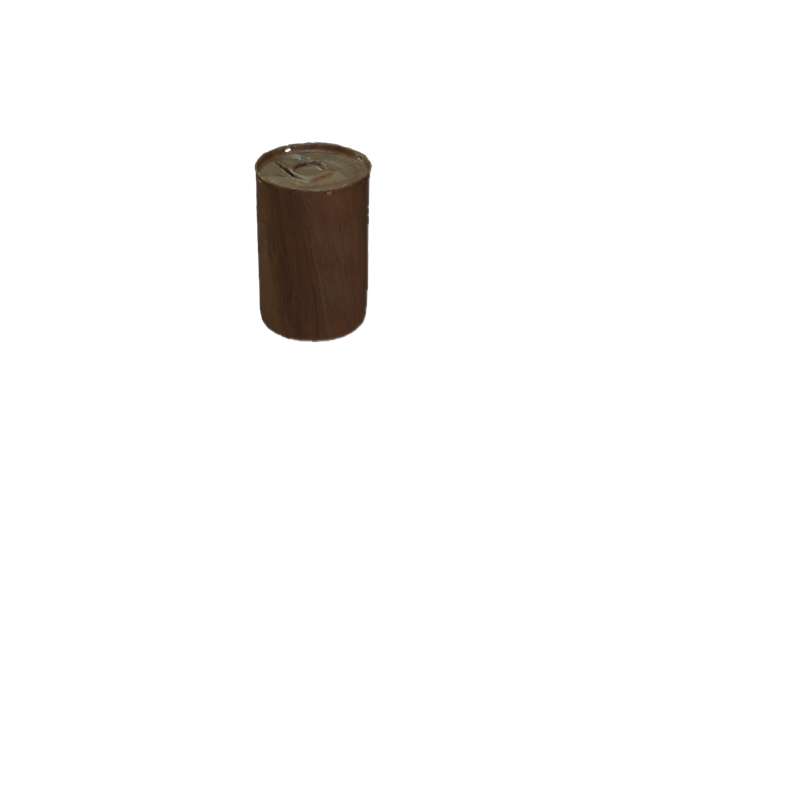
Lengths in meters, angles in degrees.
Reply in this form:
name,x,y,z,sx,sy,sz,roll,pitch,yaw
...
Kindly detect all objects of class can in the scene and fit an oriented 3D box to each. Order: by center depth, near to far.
name,x,y,z,sx,sy,sz,roll,pitch,yaw
can,-0.052,-0.095,0.665,0.068,0.096,0.073,0,31,-3
